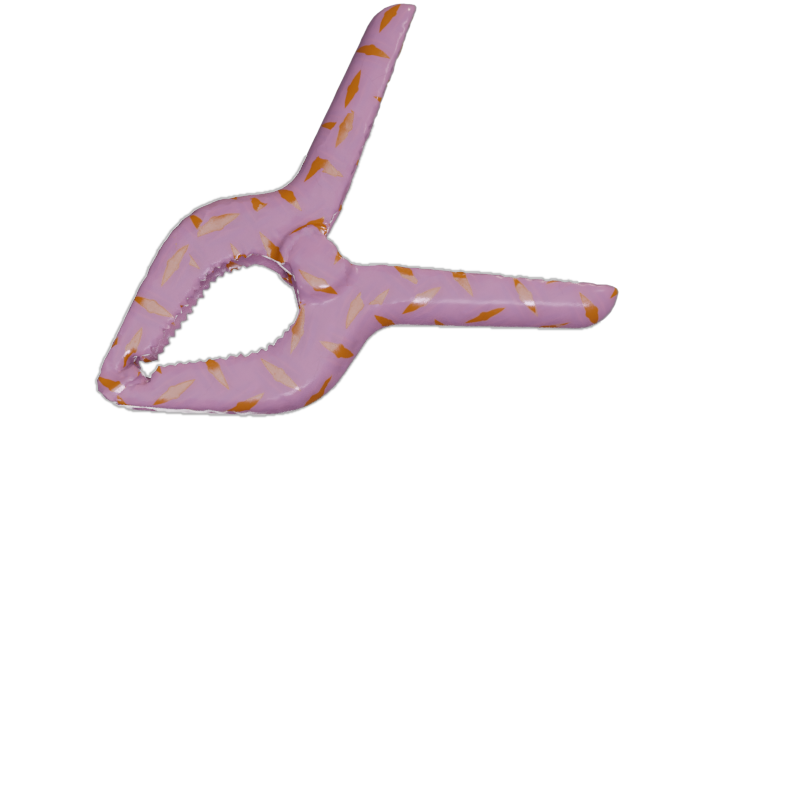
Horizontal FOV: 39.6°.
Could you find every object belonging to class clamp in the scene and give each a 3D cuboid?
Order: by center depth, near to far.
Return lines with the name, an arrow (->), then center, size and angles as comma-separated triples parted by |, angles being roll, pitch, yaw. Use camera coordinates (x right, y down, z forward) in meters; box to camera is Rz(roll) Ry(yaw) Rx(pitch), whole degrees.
clamp -> -0.037, -0.067, 0.468 | 0.210, 0.171, 0.035 | -25, -13, -7
